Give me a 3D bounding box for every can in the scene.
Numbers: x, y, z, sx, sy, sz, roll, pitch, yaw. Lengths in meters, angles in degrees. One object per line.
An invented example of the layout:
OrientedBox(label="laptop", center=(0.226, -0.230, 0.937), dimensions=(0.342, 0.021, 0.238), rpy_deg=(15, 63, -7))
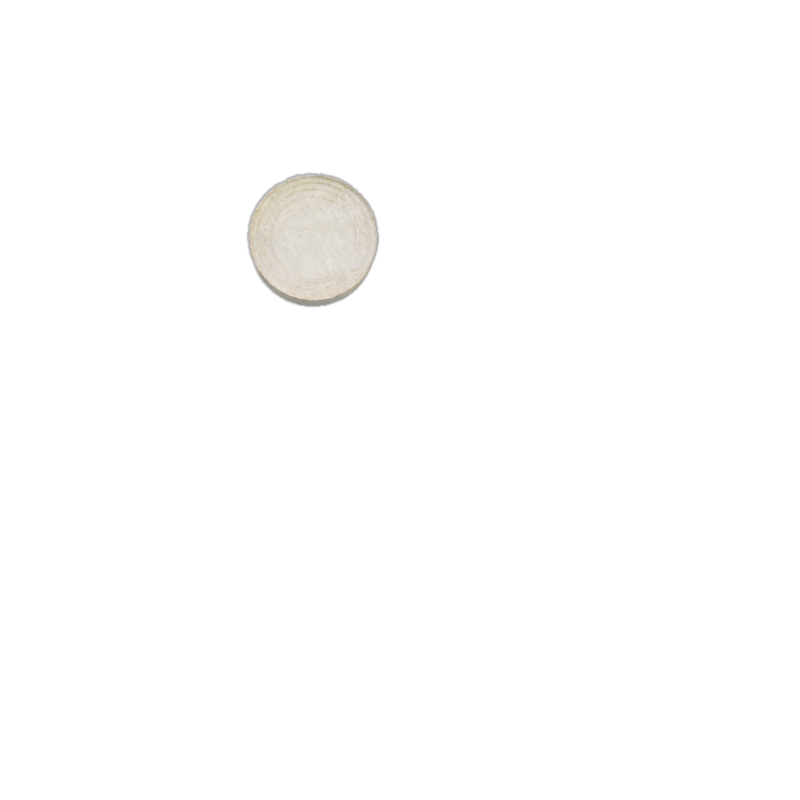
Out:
OrientedBox(label="can", center=(-0.059, -0.107, 0.748), dimensions=(0.086, 0.088, 0.033), rpy_deg=(0, -11, -1))
